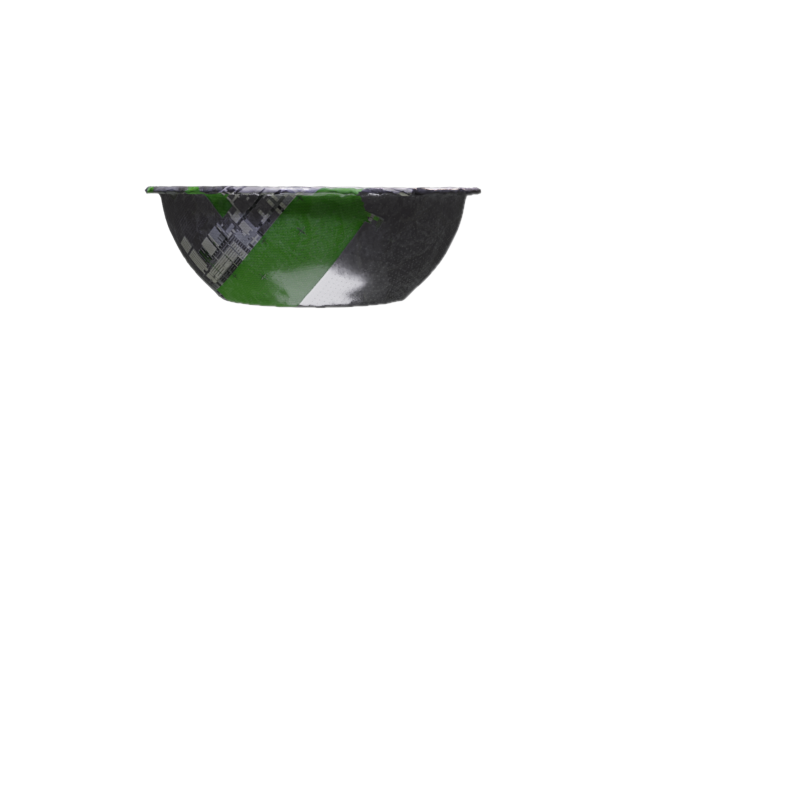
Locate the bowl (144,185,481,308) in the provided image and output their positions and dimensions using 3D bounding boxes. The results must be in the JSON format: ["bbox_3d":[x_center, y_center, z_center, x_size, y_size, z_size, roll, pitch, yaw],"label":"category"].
[{"bbox_3d":[-0.042,-0.077,0.540,0.162,0.054,0.165,0,10,-2],"label":"bowl"}]
